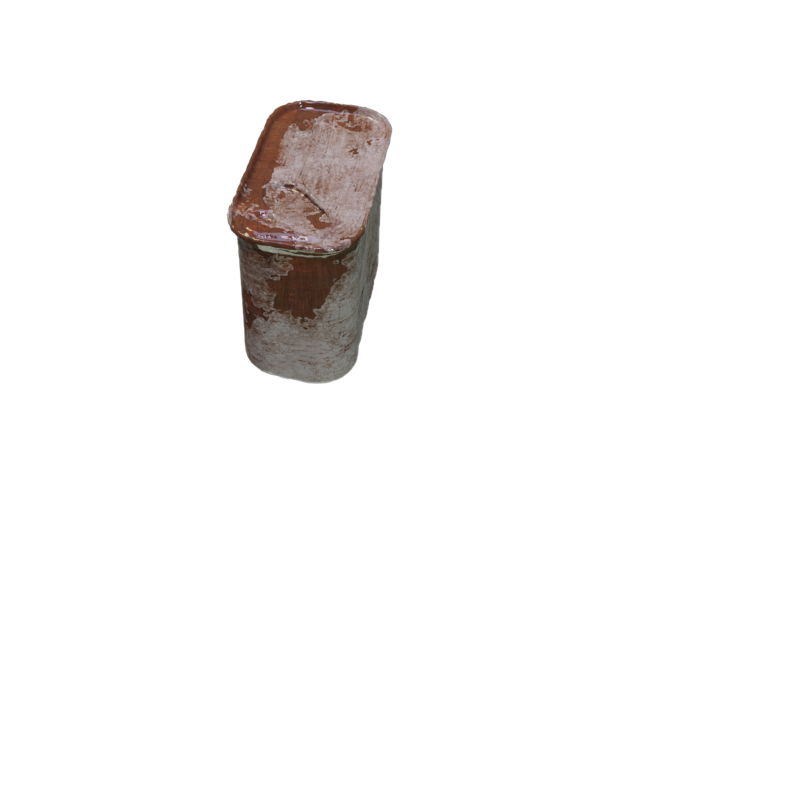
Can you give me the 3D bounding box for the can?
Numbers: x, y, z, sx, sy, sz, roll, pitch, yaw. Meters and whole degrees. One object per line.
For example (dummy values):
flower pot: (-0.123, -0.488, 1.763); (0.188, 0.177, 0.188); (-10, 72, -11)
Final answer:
can: (-0.039, -0.071, 0.499); (0.058, 0.078, 0.108); (8, 45, 5)
